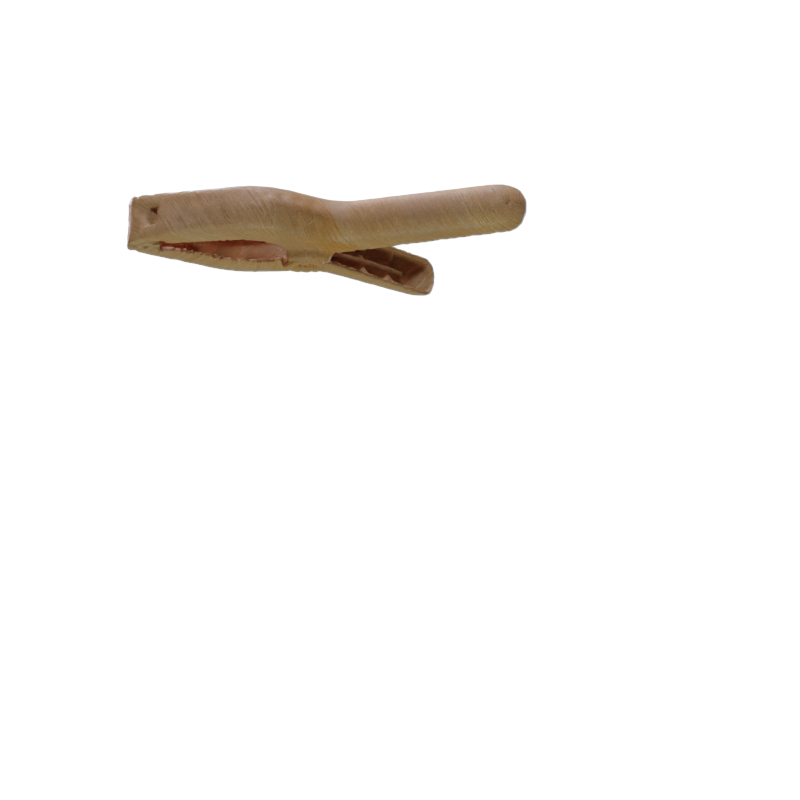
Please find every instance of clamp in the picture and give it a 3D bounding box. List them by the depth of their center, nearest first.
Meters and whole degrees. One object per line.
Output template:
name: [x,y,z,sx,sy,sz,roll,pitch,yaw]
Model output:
clamp: [-0.050,-0.092,0.642,0.208,0.038,0.160,1,-11,-7]
